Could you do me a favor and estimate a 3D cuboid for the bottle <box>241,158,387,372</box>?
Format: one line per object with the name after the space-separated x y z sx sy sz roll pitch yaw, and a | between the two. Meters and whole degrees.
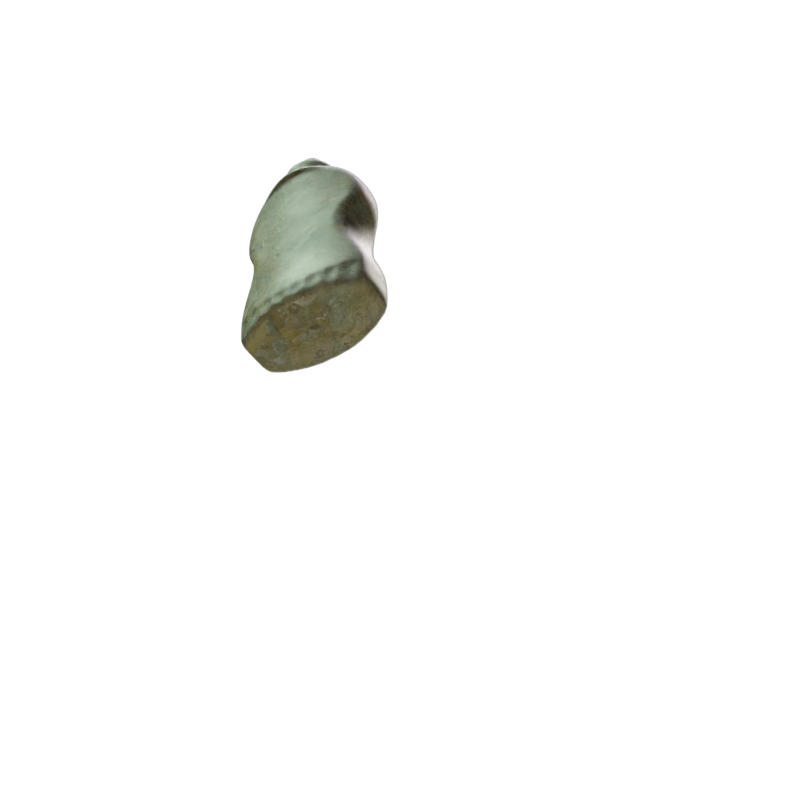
-0.060 -0.109 0.765 0.096 0.206 0.054 -29 -54 20 | bottle
